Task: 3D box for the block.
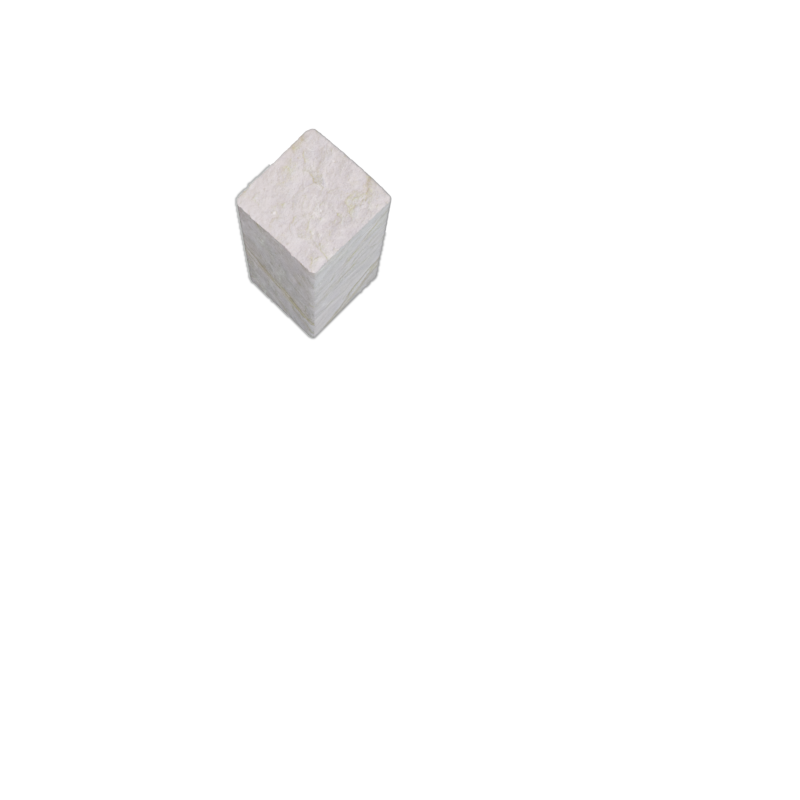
[{"bbox_3d":[-0.075,-0.137,0.955,0.092,0.091,0.199,43,-11,6],"label":"block"}]
